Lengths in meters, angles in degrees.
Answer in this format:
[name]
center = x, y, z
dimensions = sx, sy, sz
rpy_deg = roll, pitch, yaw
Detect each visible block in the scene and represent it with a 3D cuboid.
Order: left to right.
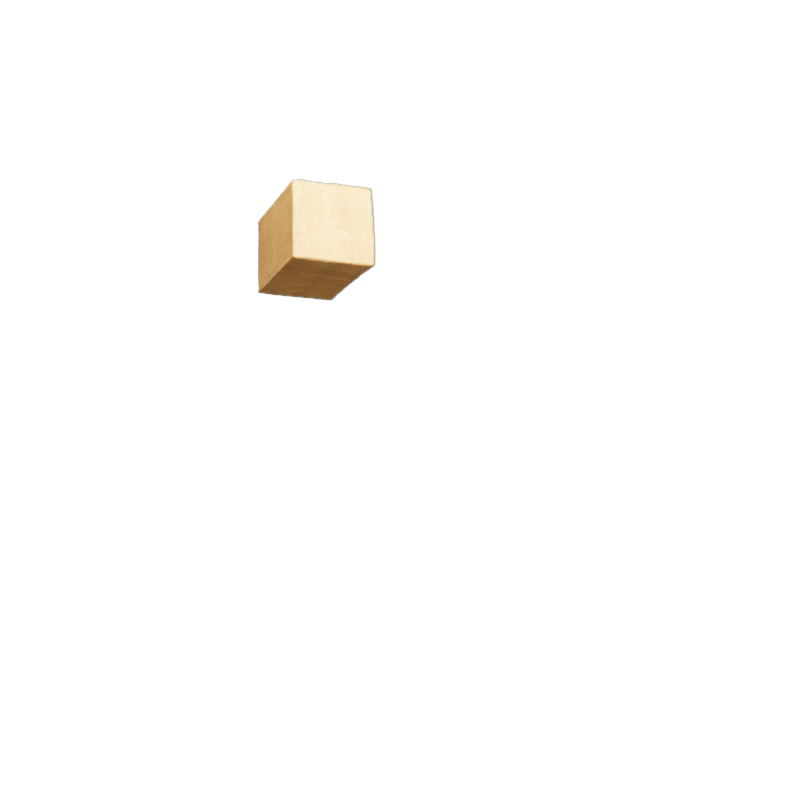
[block]
center = -0.054, -0.098, 0.688
dimensions = 0.051, 0.053, 0.077
rpy_deg = 6, -15, -22
